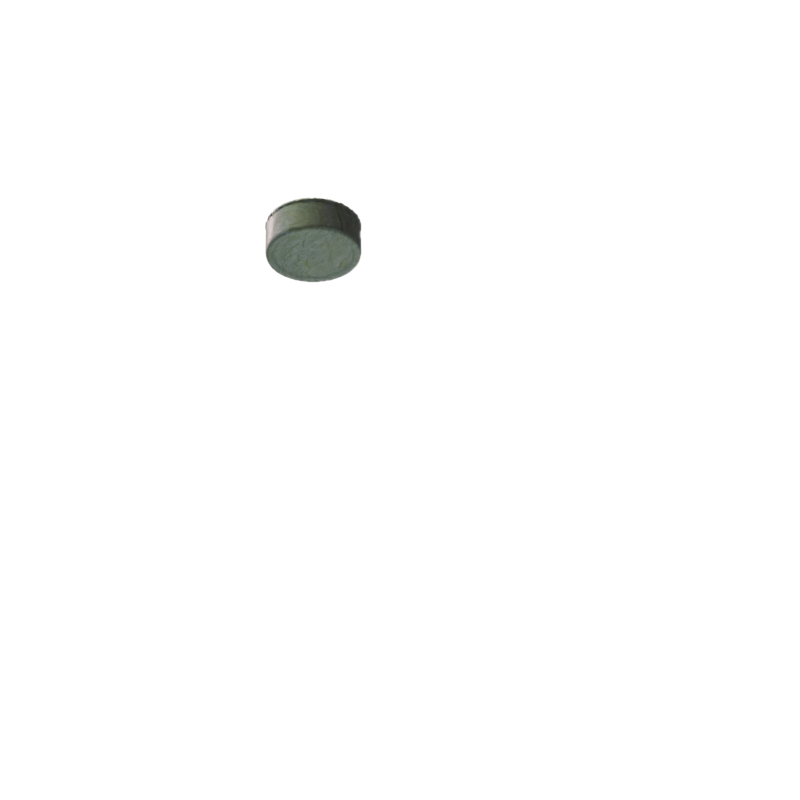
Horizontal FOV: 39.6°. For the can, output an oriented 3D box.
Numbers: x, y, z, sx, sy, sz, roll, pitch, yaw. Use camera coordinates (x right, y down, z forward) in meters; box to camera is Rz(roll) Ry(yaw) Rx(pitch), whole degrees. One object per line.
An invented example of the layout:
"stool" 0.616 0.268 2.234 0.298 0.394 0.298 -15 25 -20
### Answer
"can" -0.077 -0.140 0.981 0.086 0.036 0.081 1 -30 -2
